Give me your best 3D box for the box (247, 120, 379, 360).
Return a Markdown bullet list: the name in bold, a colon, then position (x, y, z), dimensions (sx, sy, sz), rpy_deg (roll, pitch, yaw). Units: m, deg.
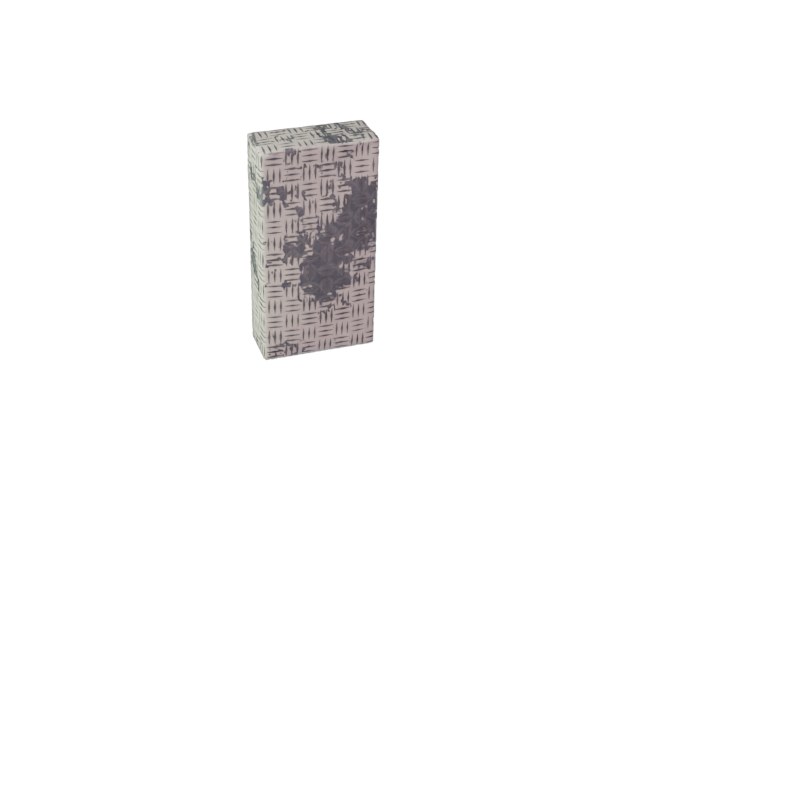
- **box**: position (-0.066, -0.120, 0.845), dimensions (0.092, 0.165, 0.052), rpy_deg (-9, 34, -17)
